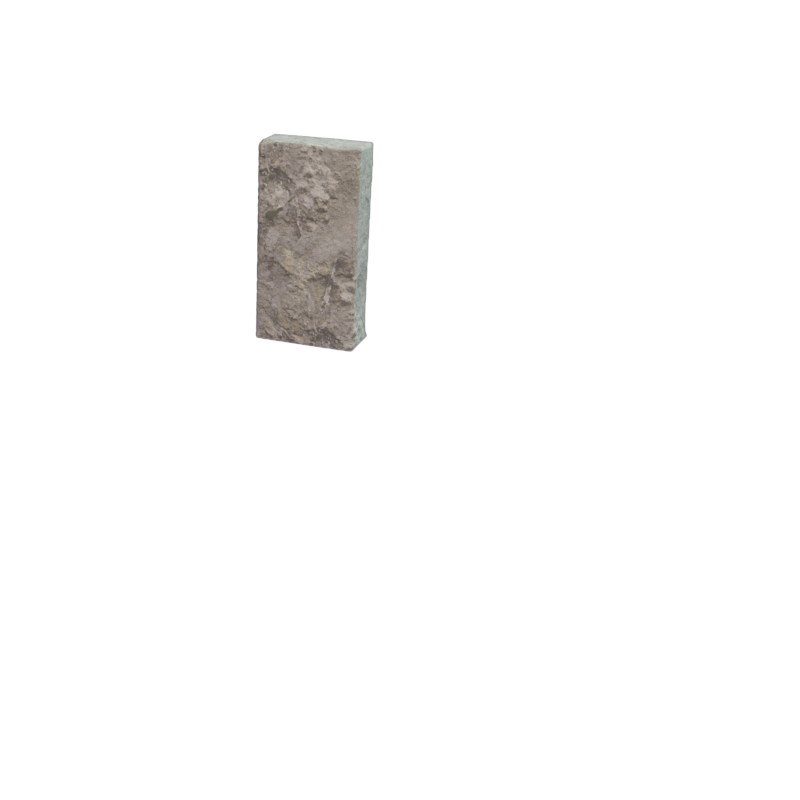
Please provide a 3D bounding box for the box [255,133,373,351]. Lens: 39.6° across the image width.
[{"bbox_3d":[-0.075,-0.135,0.949,0.096,0.169,0.049,7,19,18],"label":"box"}]
